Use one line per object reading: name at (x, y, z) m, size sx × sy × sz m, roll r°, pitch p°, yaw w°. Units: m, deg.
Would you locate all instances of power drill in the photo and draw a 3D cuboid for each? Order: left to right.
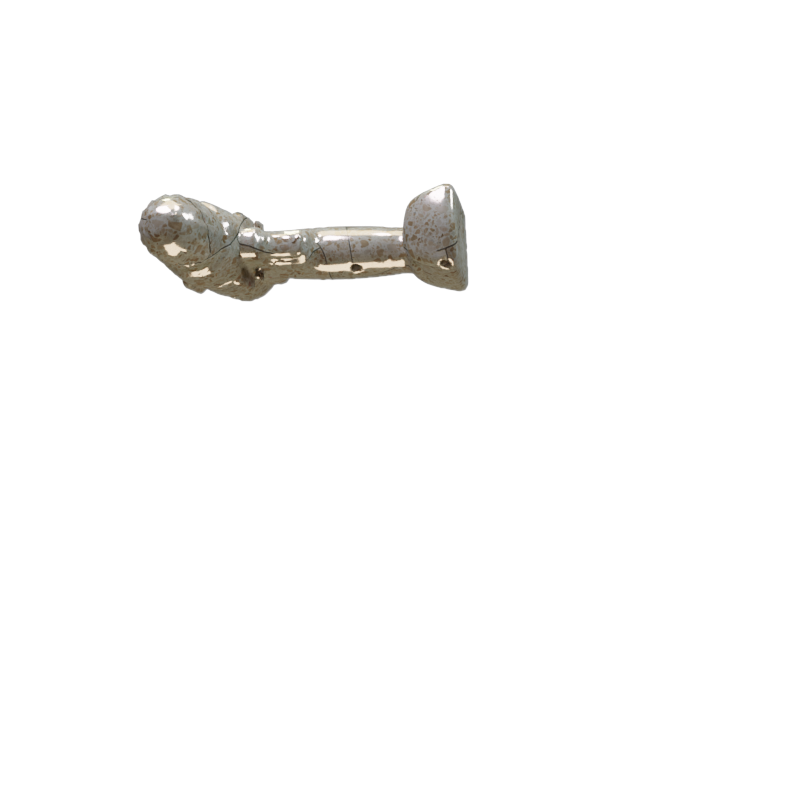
power drill at (-0.055, -0.100, 0.702) m, size 0.190 × 0.058 × 0.179 m, roll 0°, pitch -2°, yaw 11°
